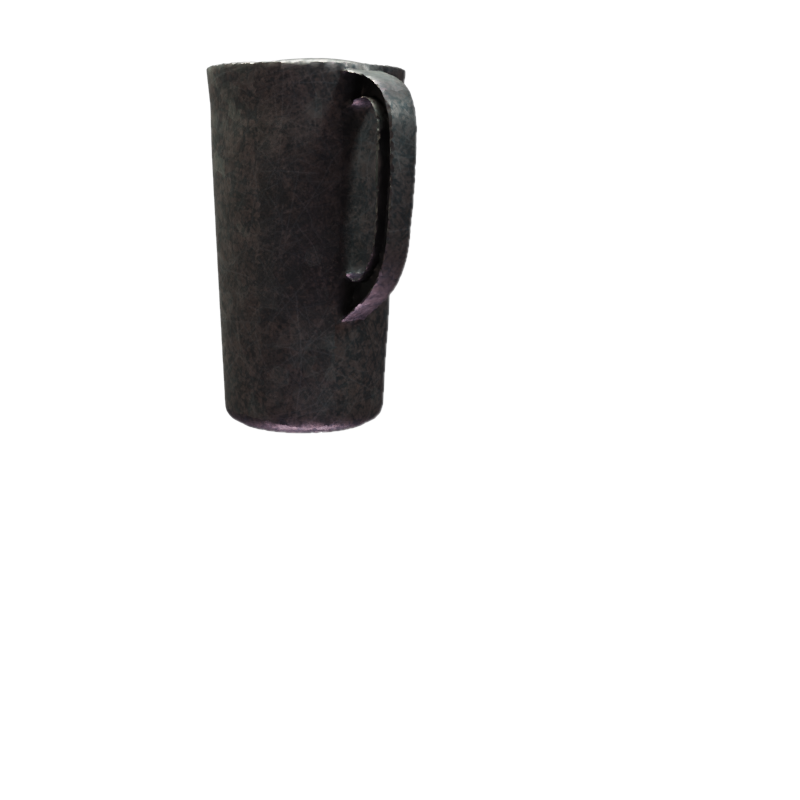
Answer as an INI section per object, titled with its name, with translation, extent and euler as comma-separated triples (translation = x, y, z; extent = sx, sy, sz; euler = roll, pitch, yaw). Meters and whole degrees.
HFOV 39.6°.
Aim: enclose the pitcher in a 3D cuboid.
[pitcher]
translation = -0.058, -0.105, 0.738
extent = 0.146, 0.240, 0.149
euler = 1, 6, 7
